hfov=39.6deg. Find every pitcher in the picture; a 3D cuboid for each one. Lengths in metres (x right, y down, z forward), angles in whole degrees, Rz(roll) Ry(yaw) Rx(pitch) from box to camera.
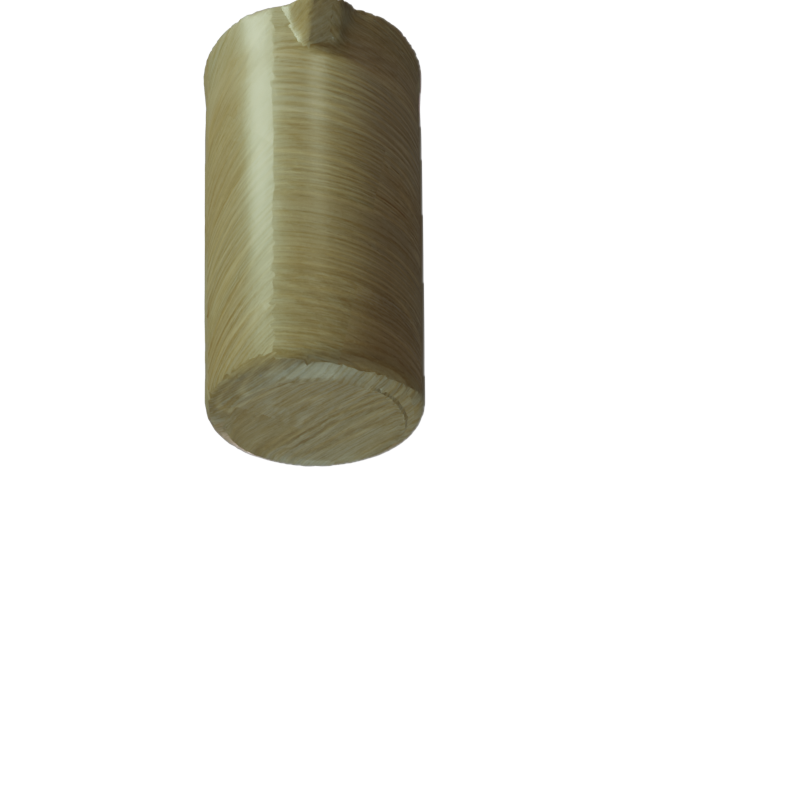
[{"bbox_3d":[-0.048,-0.088,0.618,0.145,0.260,0.139,-24,-40,29],"label":"pitcher"}]
